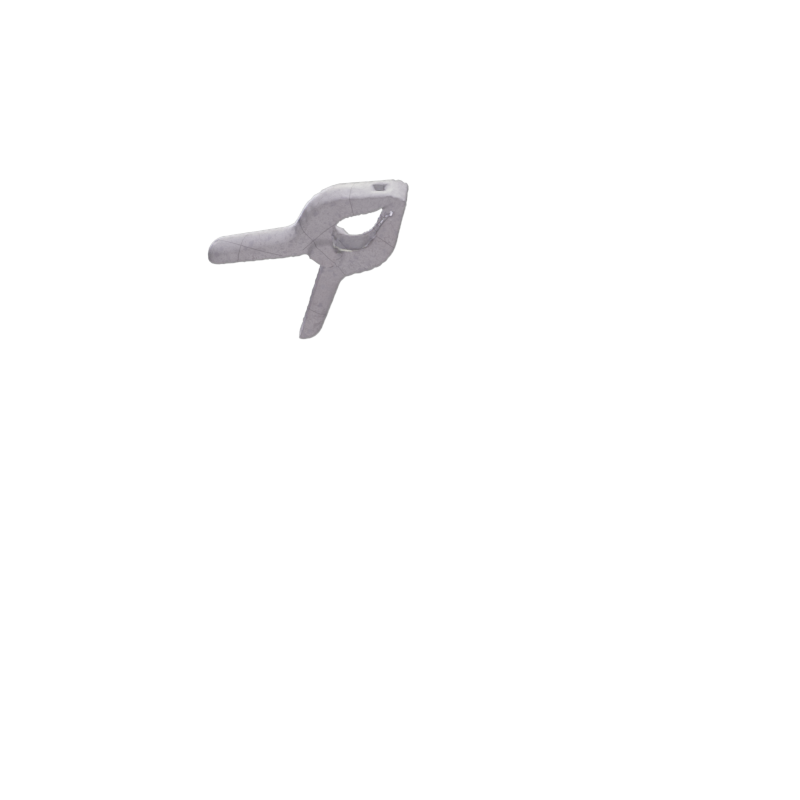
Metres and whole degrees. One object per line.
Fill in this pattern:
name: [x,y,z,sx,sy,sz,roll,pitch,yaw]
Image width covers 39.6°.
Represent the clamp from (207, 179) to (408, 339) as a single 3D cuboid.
clamp: [-0.069,-0.126,0.886,0.114,0.042,0.168,32,-56,-25]
